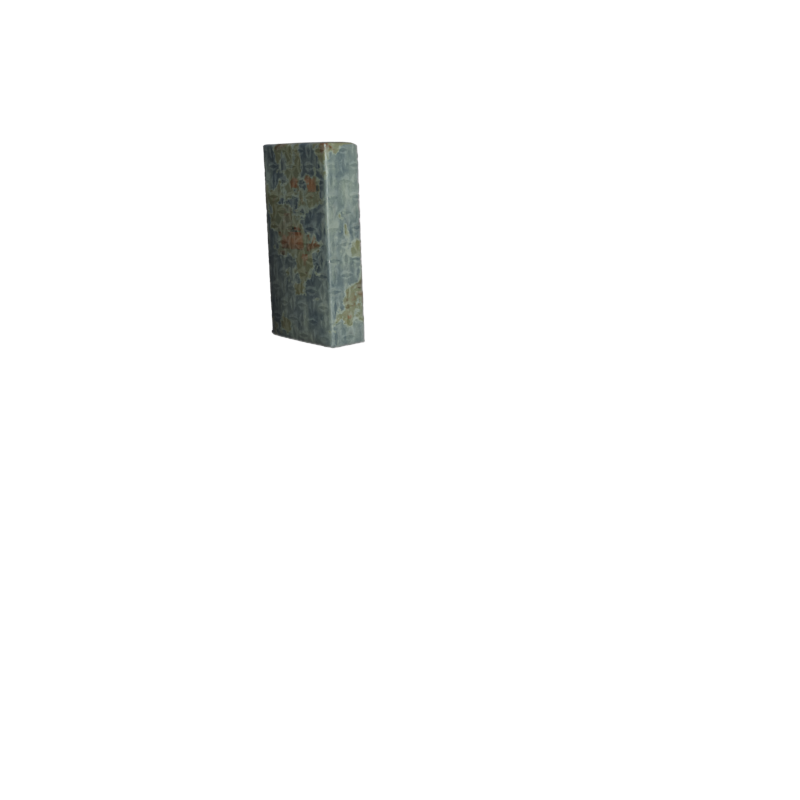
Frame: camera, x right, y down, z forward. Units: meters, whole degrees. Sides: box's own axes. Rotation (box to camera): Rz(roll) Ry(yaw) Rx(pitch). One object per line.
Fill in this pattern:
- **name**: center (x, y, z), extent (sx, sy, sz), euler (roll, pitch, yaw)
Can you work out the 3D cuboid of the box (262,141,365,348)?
- **box**: center (-0.077, -0.140, 0.984), extent (0.046, 0.174, 0.098), euler (-4, 8, -40)
